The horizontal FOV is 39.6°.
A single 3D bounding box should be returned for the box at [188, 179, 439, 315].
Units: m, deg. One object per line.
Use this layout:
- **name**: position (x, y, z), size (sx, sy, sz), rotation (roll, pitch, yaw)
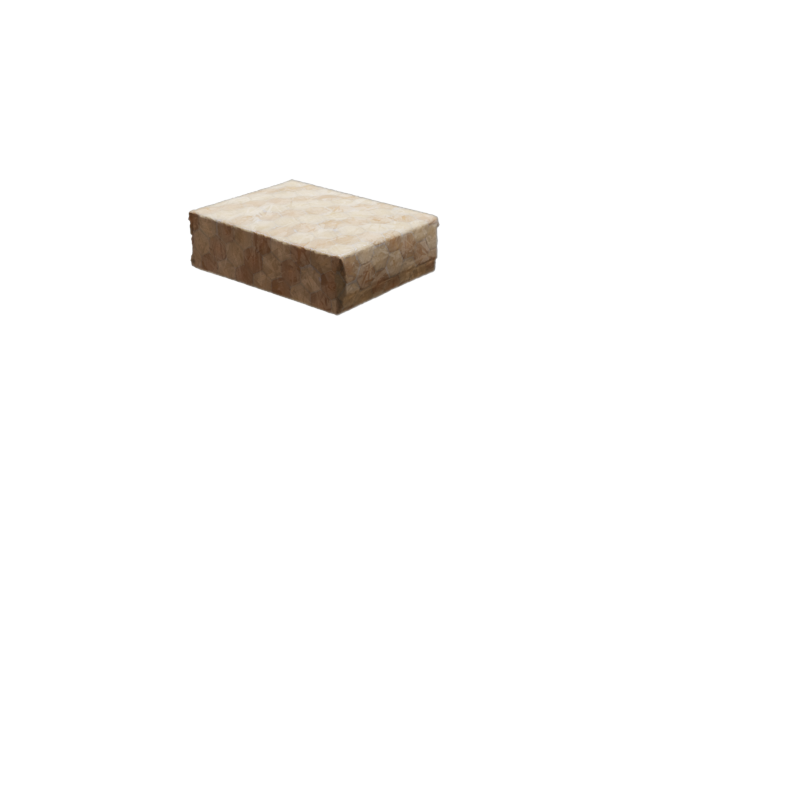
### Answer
- **box**: position (-0.049, -0.089, 0.624), size (0.120, 0.037, 0.089), rotation (18, 29, 34)
